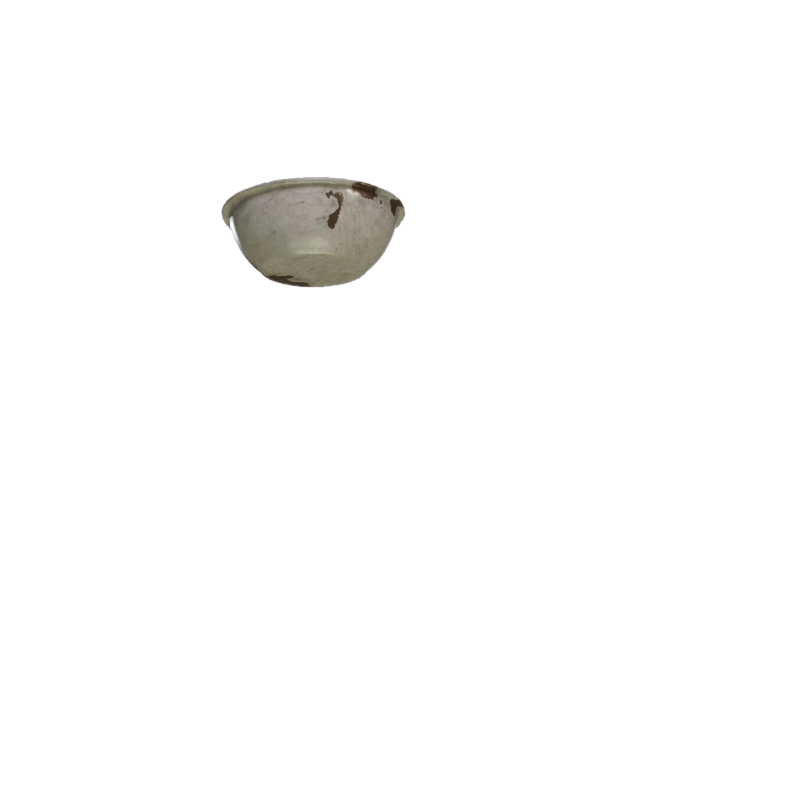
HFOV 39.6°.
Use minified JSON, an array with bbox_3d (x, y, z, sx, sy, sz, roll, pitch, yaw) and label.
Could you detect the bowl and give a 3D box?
[{"bbox_3d":[-0.075,-0.137,0.963,0.162,0.057,0.156,0,-14,-2],"label":"bowl"}]
